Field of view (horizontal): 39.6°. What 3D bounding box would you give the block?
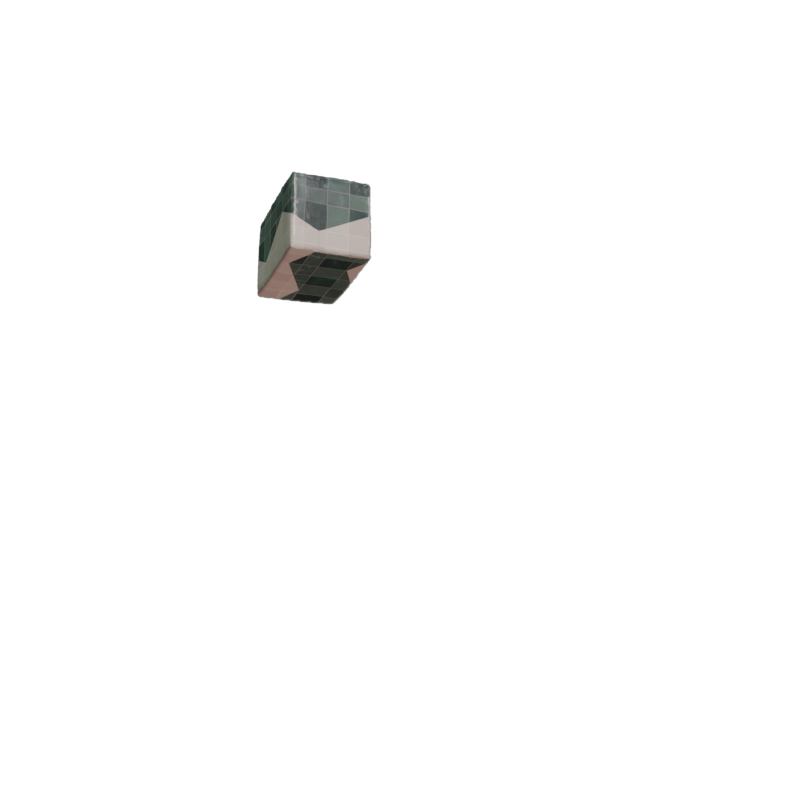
[{"bbox_3d":[-0.054,-0.099,0.695,0.051,0.054,0.076,7,-23,-20],"label":"block"}]
